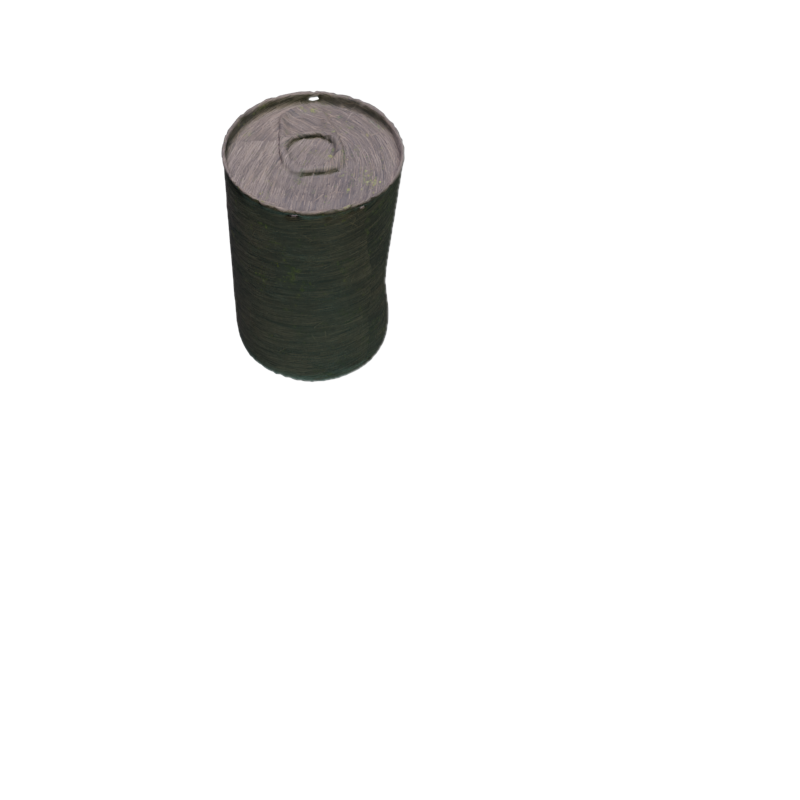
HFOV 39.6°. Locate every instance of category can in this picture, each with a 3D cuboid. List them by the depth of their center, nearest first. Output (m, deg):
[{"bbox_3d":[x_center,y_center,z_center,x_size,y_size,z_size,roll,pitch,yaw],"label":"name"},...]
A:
[{"bbox_3d":[-0.035,-0.064,0.447,0.068,0.073,0.095,0,-39,-3],"label":"can"}]
